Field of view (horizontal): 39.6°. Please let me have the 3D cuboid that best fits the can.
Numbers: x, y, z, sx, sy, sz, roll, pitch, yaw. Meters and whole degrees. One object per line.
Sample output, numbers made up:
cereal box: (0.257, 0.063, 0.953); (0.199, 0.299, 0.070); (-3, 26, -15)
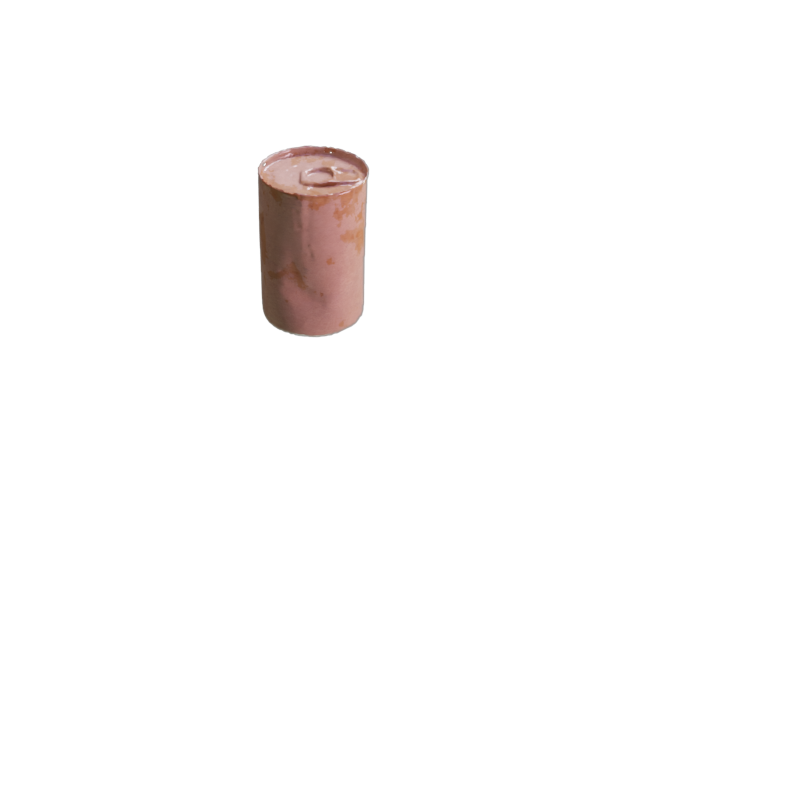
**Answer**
can: (-0.055, -0.099, 0.697); (0.068, 0.096, 0.073); (0, 33, -3)
